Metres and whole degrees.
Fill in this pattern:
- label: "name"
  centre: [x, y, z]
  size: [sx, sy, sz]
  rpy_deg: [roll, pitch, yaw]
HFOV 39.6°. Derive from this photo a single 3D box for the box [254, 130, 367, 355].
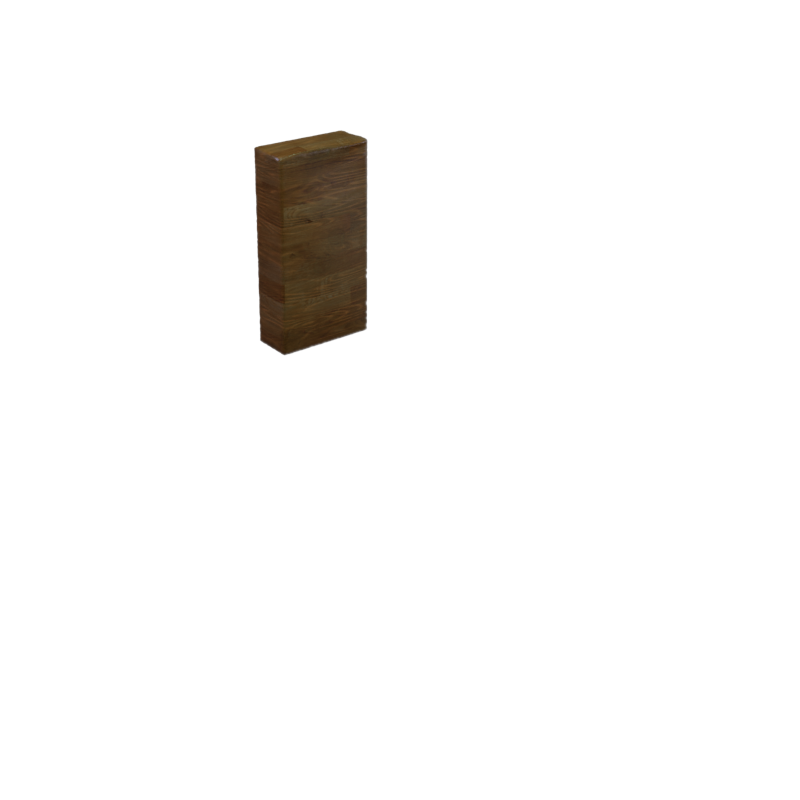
- label: "box"
  centre: [-0.074, -0.135, 0.947]
  size: [0.092, 0.167, 0.051]
  rpy_deg: [-17, 30, -35]
